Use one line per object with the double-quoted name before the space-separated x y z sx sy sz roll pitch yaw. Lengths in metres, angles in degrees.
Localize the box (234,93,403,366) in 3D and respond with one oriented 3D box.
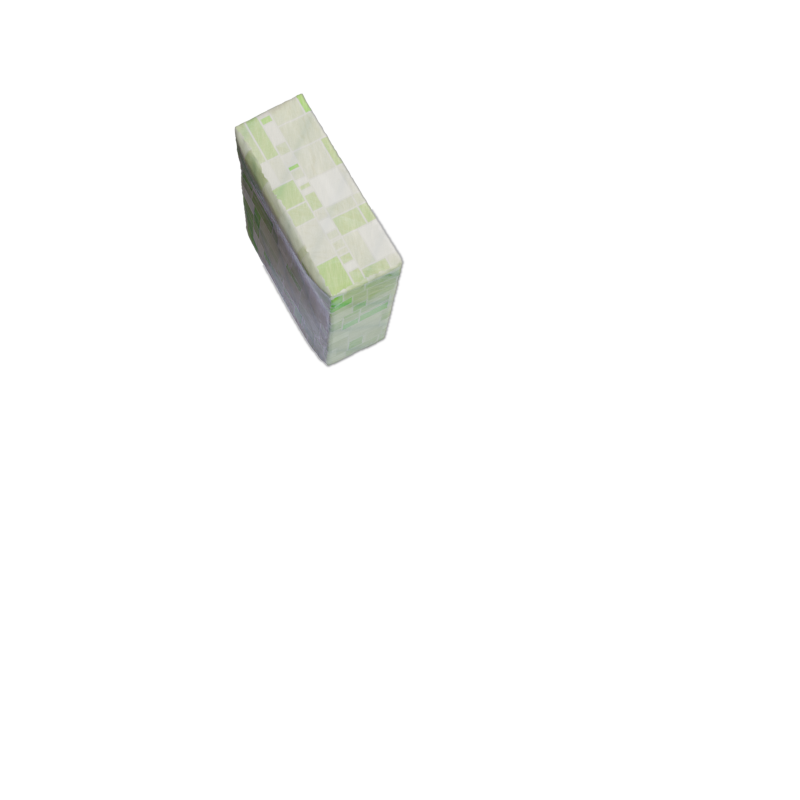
"box" -0.074 -0.135 0.944 0.072 0.171 0.205 -28 -13 -10
